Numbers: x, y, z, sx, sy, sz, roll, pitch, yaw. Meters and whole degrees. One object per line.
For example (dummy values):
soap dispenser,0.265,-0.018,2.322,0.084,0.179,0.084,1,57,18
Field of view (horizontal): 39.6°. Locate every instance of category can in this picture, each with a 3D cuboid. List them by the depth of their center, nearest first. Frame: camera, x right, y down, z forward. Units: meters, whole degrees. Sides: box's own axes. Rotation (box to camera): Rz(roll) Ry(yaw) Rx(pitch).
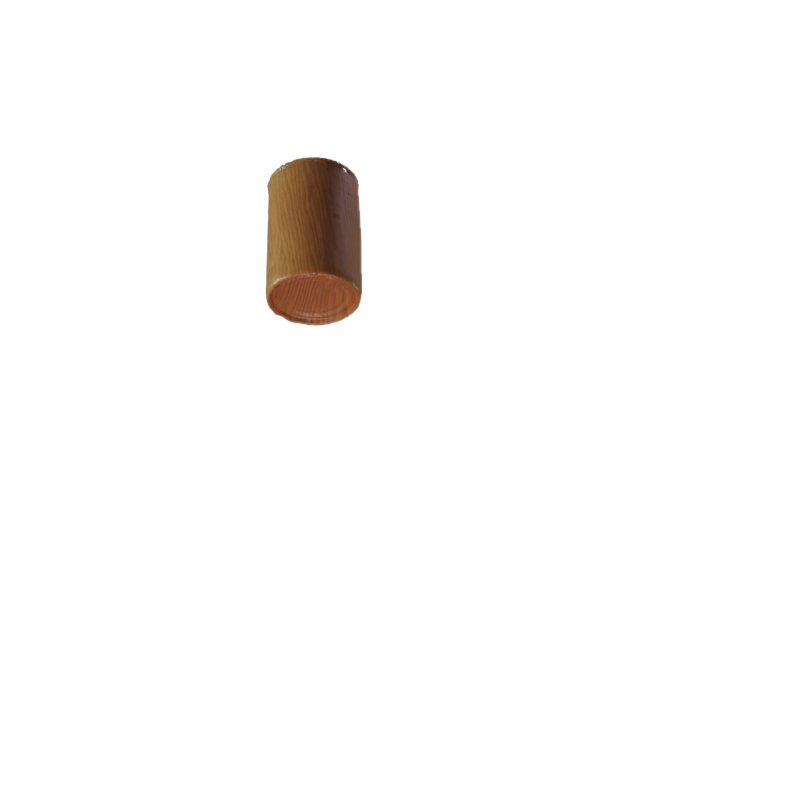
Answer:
can,-0.062,-0.113,0.792,0.068,0.109,0.064,-1,-33,-2
